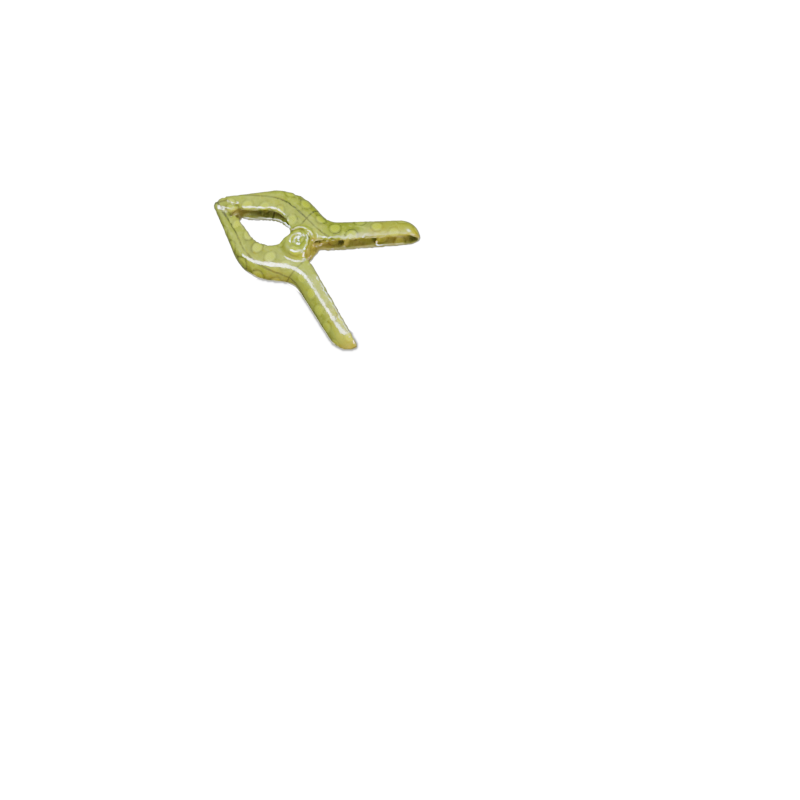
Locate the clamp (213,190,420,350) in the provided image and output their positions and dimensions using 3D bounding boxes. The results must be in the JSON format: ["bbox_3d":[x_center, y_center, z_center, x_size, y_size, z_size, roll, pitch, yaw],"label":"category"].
[{"bbox_3d":[-0.072,-0.132,0.924,0.178,0.122,0.037,36,-20,15],"label":"clamp"}]
